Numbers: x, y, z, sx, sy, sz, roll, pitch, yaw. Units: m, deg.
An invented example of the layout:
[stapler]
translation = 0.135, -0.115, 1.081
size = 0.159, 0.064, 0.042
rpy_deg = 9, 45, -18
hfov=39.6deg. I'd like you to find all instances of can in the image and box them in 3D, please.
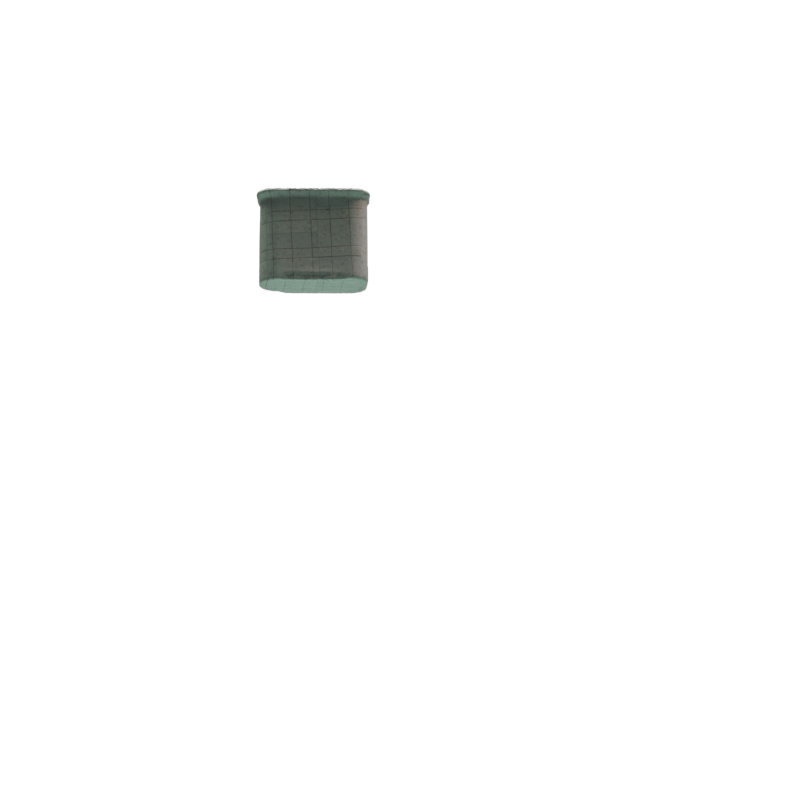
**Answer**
[can]
translation = -0.078, -0.142, 0.992
size = 0.102, 0.087, 0.056
rpy_deg = 0, -13, -1
